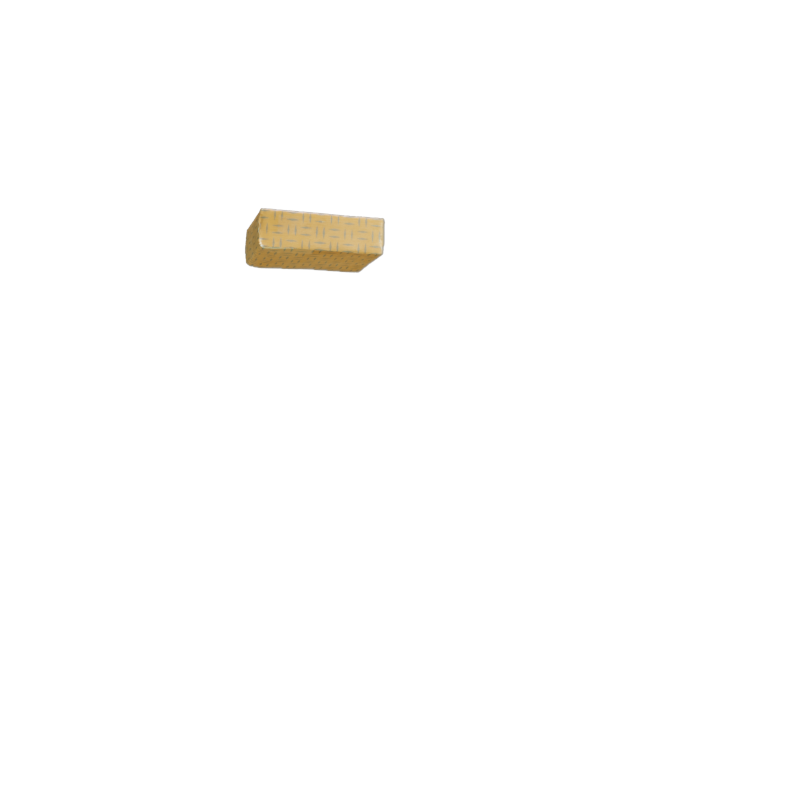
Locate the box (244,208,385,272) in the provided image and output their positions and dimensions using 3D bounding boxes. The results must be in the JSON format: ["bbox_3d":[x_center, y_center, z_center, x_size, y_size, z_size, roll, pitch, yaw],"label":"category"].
[{"bbox_3d":[-0.078,-0.142,0.996,0.112,0.040,0.089,1,-6,-13],"label":"box"}]
